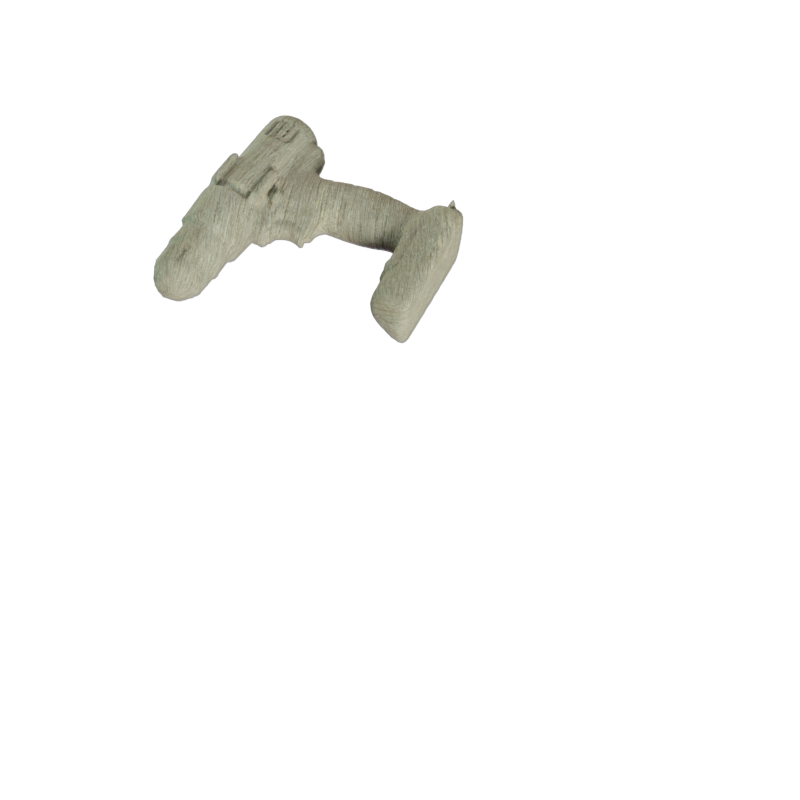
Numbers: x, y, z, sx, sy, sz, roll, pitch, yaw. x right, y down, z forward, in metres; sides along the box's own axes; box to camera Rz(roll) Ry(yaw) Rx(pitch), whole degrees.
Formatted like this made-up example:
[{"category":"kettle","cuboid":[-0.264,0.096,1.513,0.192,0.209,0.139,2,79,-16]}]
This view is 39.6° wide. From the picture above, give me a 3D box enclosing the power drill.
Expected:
[{"category":"power drill","cuboid":[-0.063,-0.115,0.808,0.194,0.190,0.054,25,-30,15]}]
